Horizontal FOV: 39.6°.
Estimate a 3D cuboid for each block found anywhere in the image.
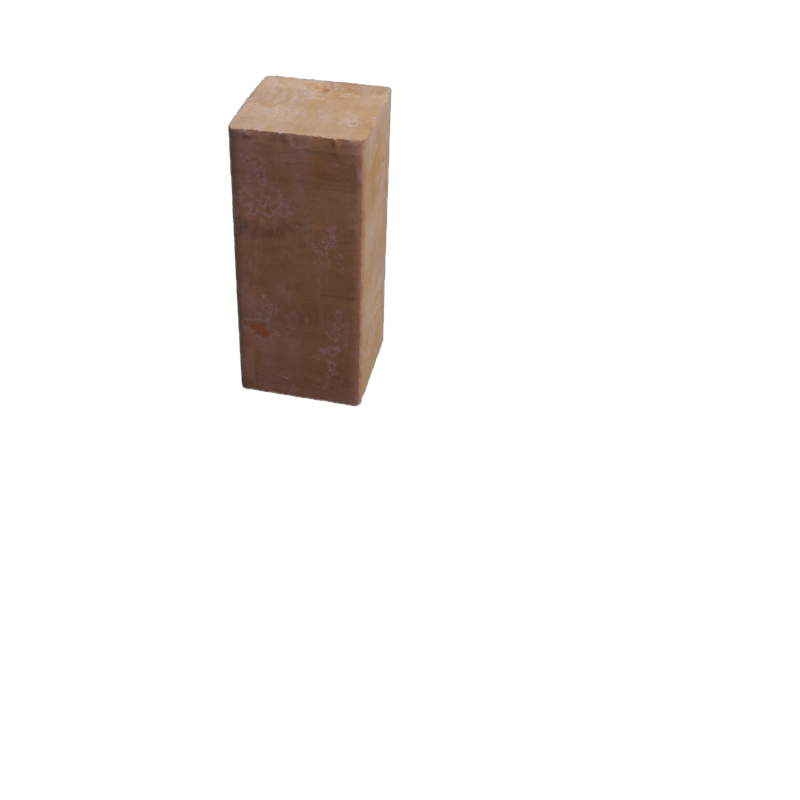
[{"bbox_3d":[-0.060,-0.109,0.768,0.092,0.193,0.094,9,34,9],"label":"block"}]
